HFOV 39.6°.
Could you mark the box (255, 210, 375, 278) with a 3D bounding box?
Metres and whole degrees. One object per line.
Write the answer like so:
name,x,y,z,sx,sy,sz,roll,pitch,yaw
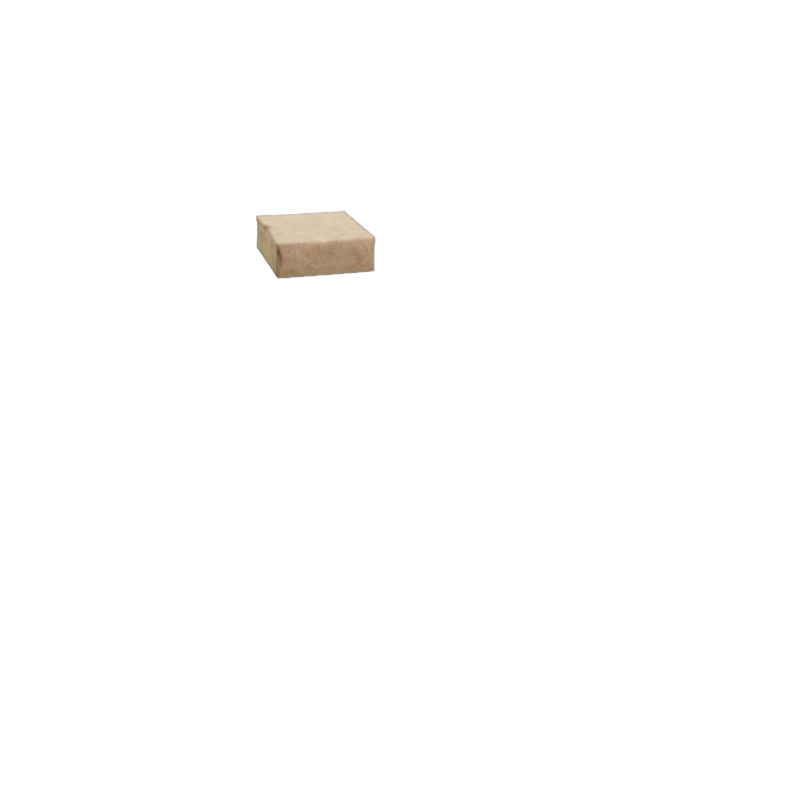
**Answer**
box,-0.065,-0.119,0.832,0.072,0.029,0.094,-5,22,-14
